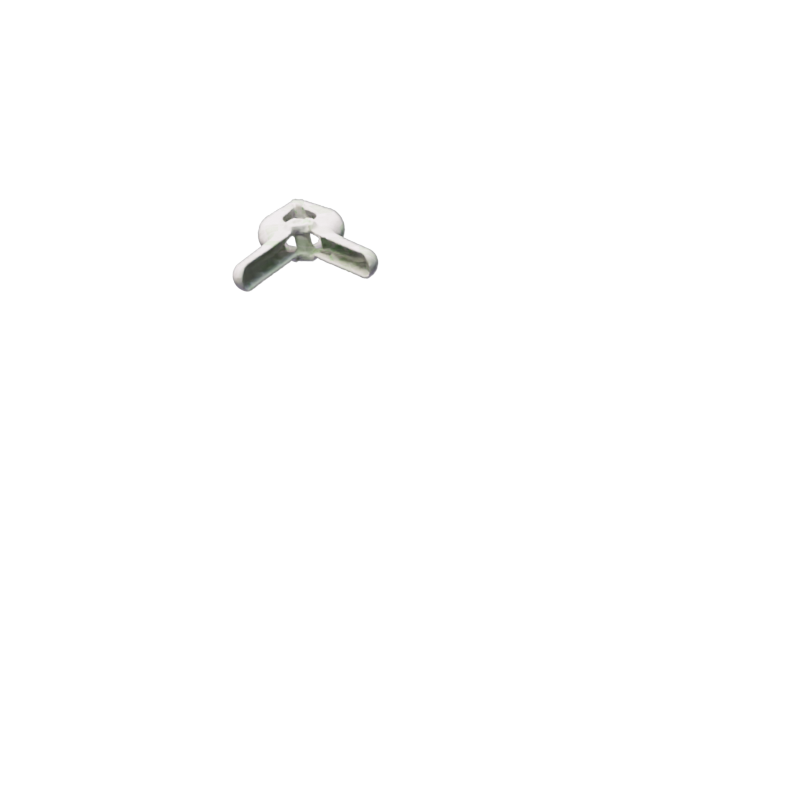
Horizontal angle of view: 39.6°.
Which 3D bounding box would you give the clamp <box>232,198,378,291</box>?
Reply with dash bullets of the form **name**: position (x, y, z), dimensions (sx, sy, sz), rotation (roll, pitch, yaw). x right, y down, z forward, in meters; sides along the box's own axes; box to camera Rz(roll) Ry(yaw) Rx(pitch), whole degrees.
- **clamp**: position (-0.077, -0.140, 0.984), dimensions (0.121, 0.037, 0.180), rotation (2, 30, 3)
